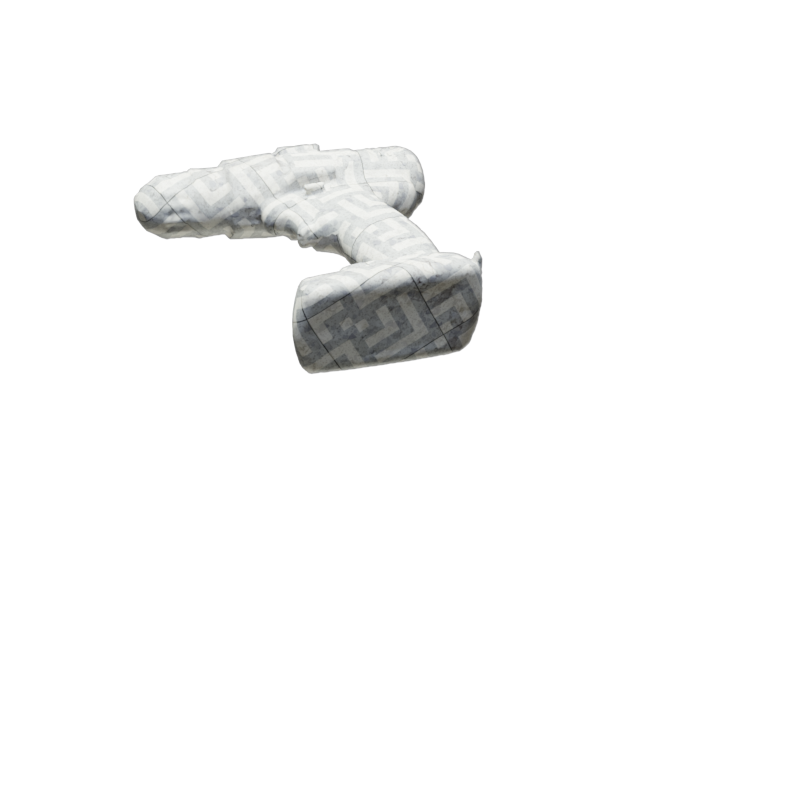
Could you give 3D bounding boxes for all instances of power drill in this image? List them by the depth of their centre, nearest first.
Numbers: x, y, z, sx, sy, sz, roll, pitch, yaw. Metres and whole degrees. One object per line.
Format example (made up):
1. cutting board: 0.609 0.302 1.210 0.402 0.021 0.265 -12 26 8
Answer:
1. power drill: -0.050 -0.091 0.638 0.182 0.054 0.203 -11 37 -15
